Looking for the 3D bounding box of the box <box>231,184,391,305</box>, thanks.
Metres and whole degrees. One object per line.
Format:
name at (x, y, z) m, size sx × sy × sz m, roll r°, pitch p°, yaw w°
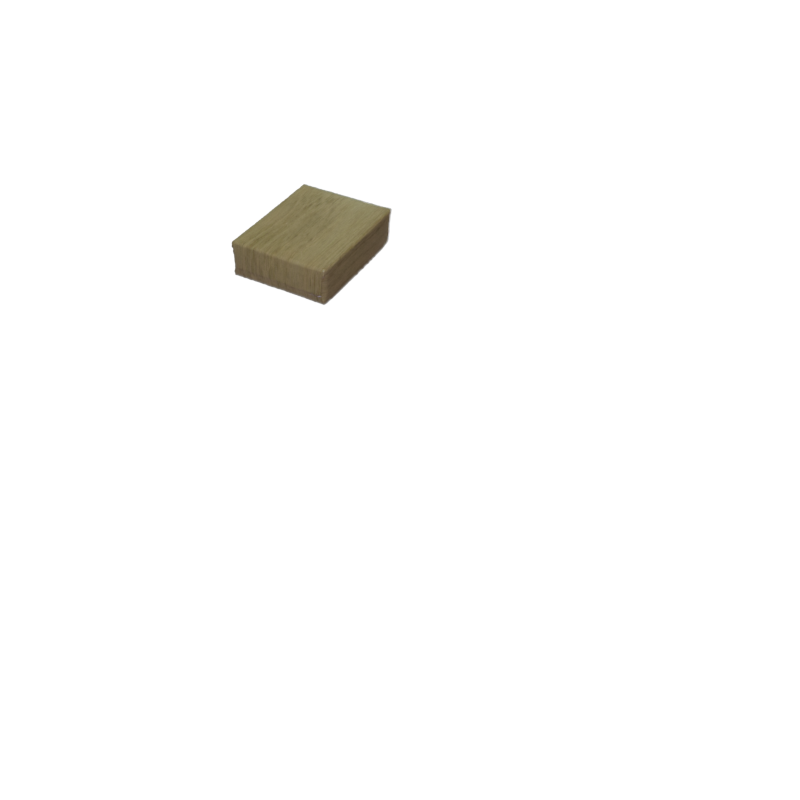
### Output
box at (-0.072, -0.132, 0.925) m, size 0.094 × 0.036 × 0.116 m, roll 19°, pitch 40°, yaw 23°
